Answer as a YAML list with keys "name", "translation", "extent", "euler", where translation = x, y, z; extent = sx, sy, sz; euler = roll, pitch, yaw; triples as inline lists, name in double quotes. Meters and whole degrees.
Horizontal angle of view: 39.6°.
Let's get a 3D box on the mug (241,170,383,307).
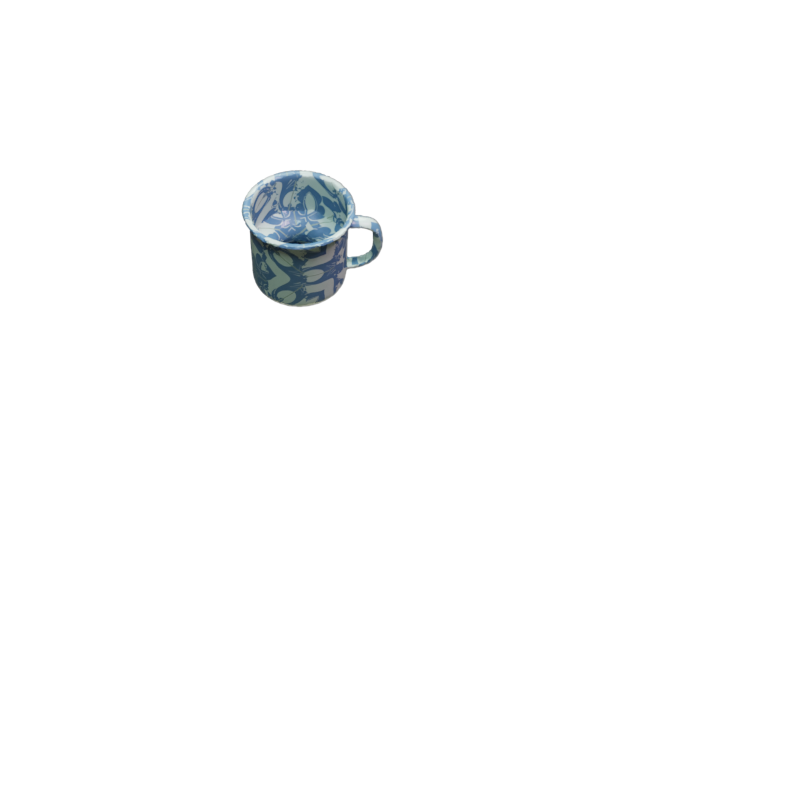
- name: "mug"
  translation: [-0.073, -0.133, 0.935]
  extent: [0.117, 0.100, 0.076]
  euler: [-2, -41, -3]
